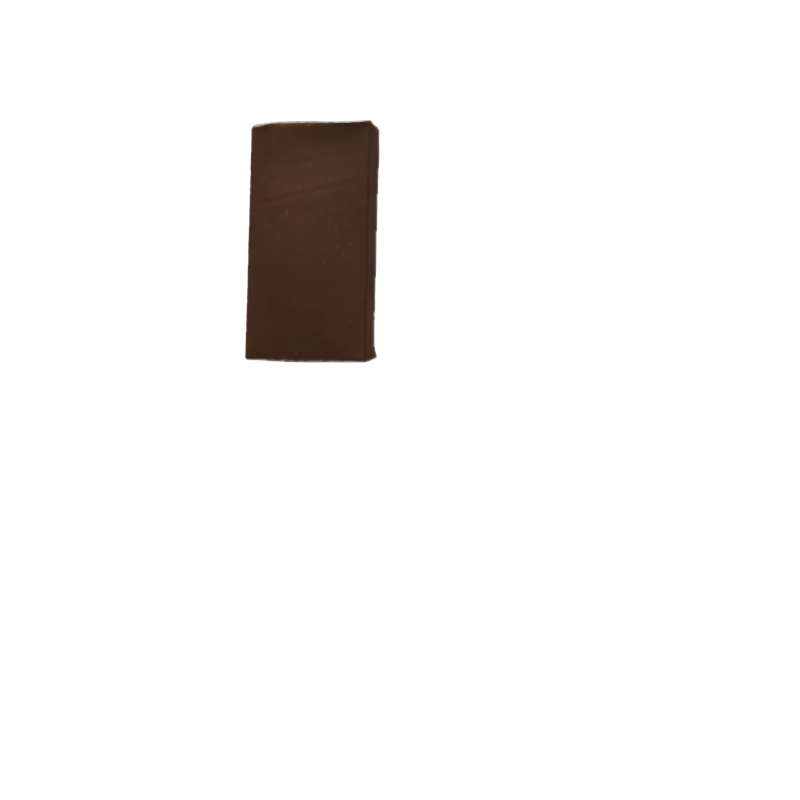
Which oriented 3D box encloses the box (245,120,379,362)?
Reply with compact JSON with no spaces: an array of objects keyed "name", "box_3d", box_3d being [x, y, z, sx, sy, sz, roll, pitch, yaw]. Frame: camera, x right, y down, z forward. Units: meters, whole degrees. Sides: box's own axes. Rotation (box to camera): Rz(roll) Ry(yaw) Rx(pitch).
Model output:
[{"name":"box","box_3d":[-0.064,-0.117,0.820,0.095,0.177,0.047,0,-2,13]}]
